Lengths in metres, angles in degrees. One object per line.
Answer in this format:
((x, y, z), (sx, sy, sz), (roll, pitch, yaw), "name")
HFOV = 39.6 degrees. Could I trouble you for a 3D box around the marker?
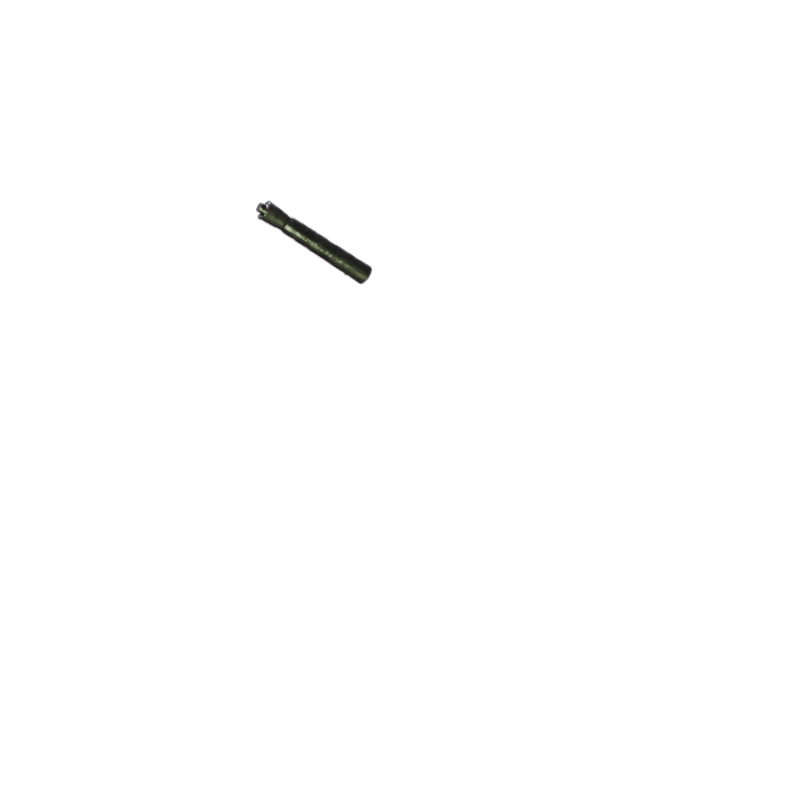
((-0.077, -0.140, 0.979), (0.115, 0.020, 0.020), (31, -10, -22), "marker")
